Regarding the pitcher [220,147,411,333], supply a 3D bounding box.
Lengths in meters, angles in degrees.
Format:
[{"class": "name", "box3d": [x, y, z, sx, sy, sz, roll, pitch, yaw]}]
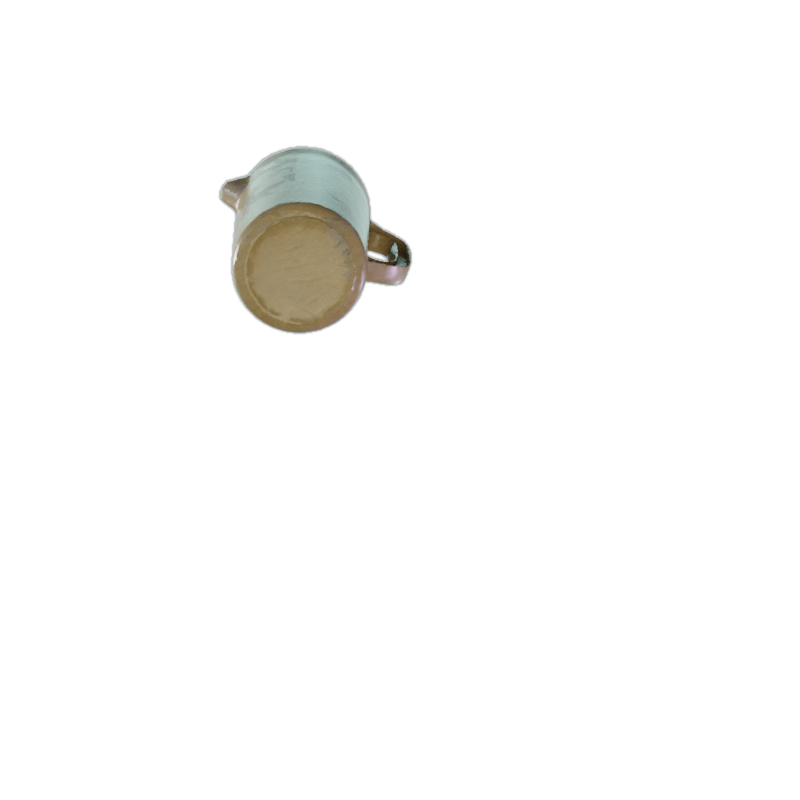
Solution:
[{"class": "pitcher", "box3d": [-0.077, -0.141, 0.989, 0.149, 0.139, 0.253, -24, 18, 5]}]
